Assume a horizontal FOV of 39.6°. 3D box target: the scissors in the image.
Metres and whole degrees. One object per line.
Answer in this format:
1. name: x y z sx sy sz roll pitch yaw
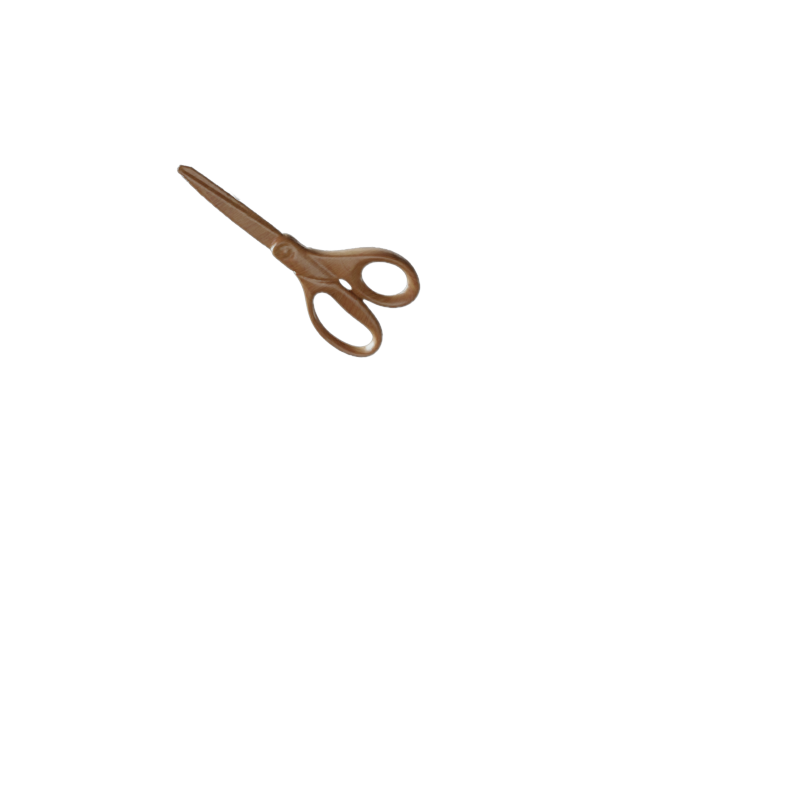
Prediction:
1. scissors: -0.062 -0.114 0.798 0.096 0.191 0.017 -31 22 14
